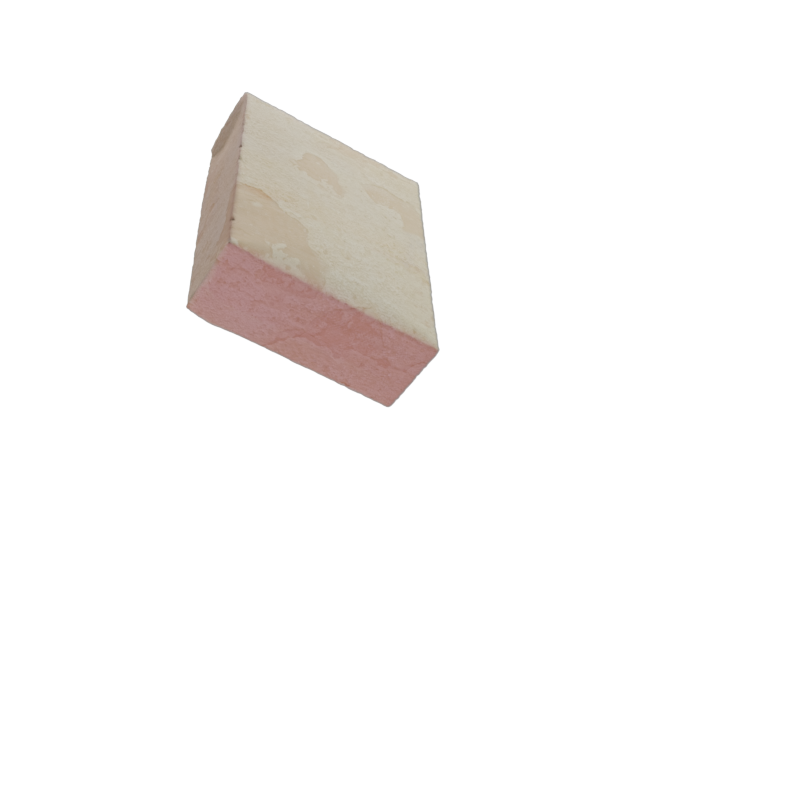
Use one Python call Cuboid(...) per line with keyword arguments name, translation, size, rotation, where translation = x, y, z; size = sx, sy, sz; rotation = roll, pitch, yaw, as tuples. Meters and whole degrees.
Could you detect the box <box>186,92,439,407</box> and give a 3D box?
Cuboid(name="box", translation=(-0.063, -0.116, 0.809), size=(0.158, 0.070, 0.229), rotation=(24, 33, -21))
